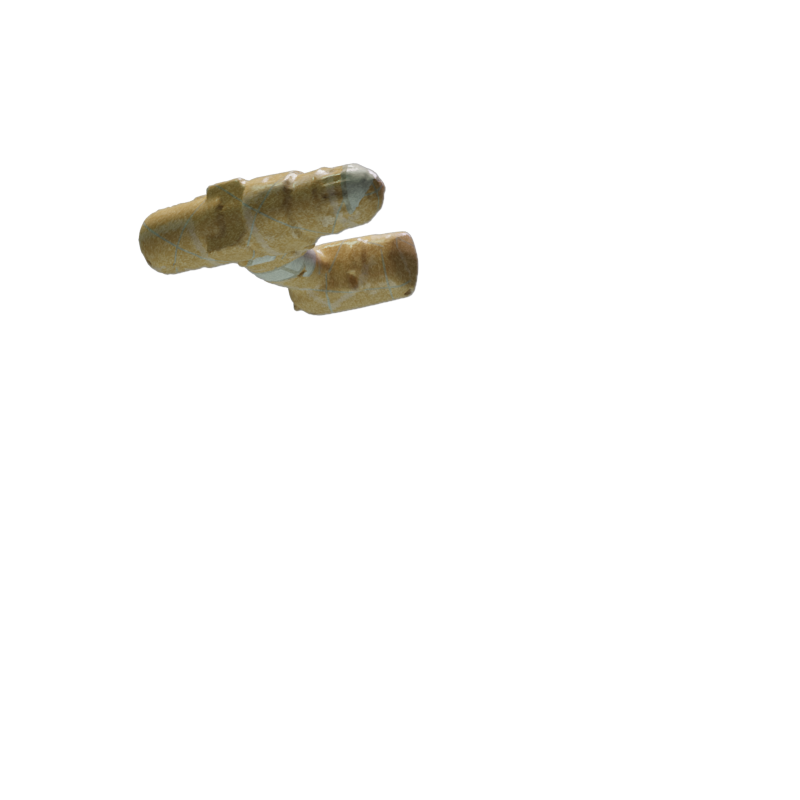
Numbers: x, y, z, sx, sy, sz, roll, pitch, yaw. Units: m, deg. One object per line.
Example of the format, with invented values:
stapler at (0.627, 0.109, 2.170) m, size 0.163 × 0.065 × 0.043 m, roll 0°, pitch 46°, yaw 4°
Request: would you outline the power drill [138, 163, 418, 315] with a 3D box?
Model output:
power drill at (-0.061, -0.112, 0.784) m, size 0.189 × 0.059 × 0.177 m, roll -6°, pitch -13°, yaw 29°
